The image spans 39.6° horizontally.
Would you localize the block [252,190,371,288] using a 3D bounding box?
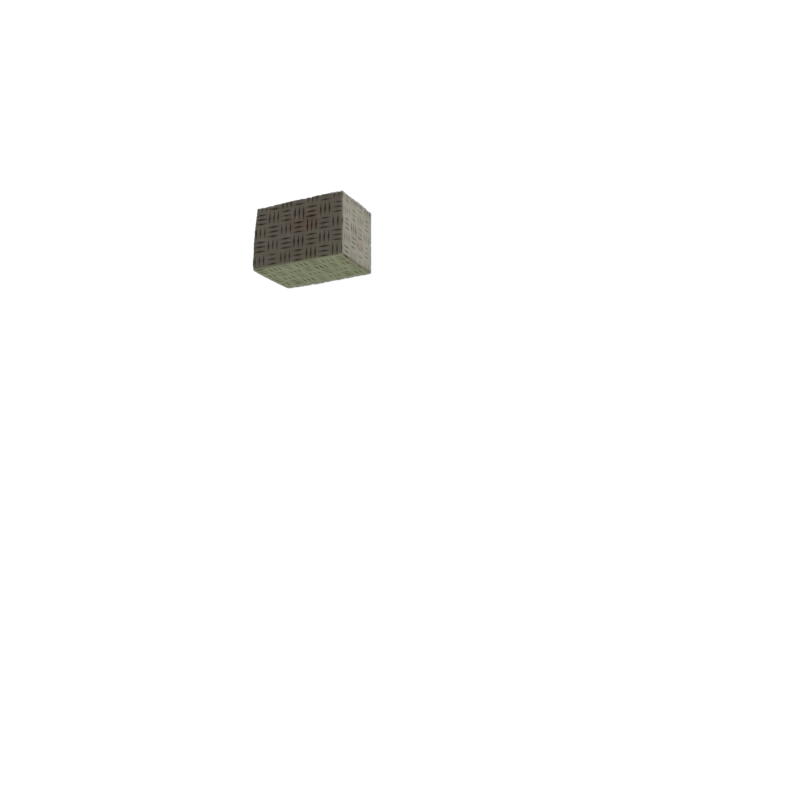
[{"bbox_3d":[-0.067,-0.122,0.854,0.080,0.054,0.049,-8,-19,25],"label":"block"}]
